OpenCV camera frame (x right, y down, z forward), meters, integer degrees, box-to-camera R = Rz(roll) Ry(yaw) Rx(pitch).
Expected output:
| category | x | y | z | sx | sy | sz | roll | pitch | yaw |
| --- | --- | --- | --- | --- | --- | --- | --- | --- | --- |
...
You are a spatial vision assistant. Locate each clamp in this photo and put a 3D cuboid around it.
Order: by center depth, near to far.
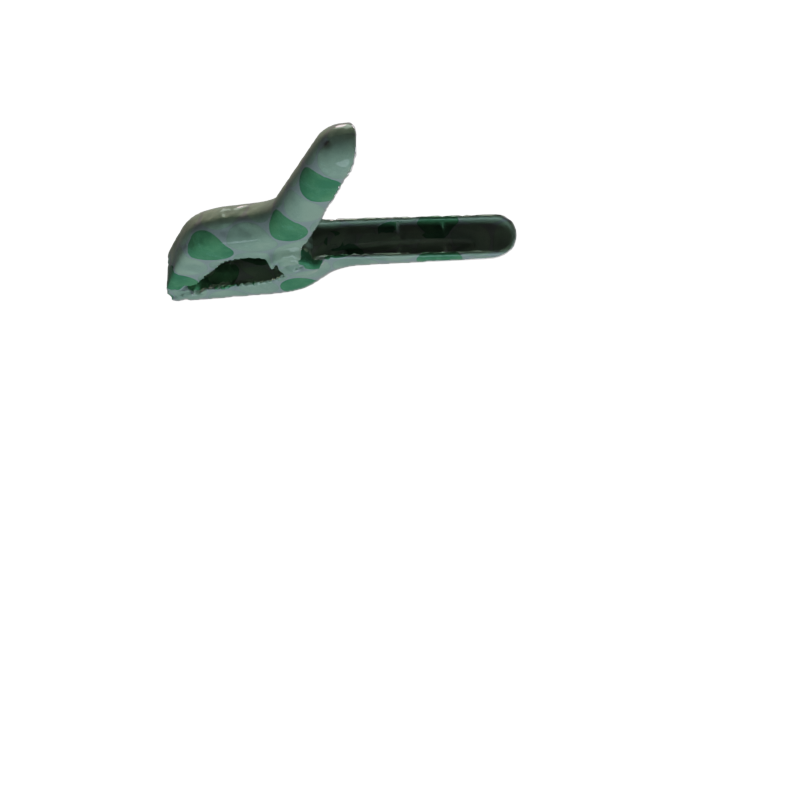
| category | x | y | z | sx | sy | sz | roll | pitch | yaw |
| --- | --- | --- | --- | --- | --- | --- | --- | --- | --- |
| clamp | -0.050 | -0.092 | 0.641 | 0.213 | 0.038 | 0.155 | -15 | -22 | 41 |
